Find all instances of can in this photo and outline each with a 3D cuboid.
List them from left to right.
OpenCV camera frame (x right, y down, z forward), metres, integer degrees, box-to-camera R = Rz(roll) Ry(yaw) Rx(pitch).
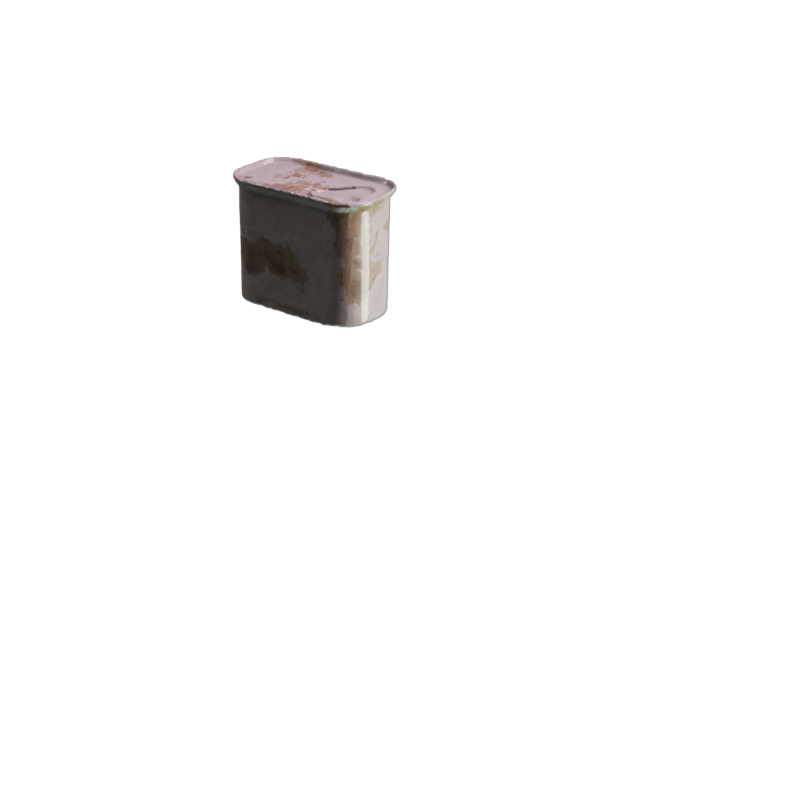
[{"bbox_3d":[-0.054,-0.099,0.694,0.107,0.080,0.057,18,29,32],"label":"can"}]
